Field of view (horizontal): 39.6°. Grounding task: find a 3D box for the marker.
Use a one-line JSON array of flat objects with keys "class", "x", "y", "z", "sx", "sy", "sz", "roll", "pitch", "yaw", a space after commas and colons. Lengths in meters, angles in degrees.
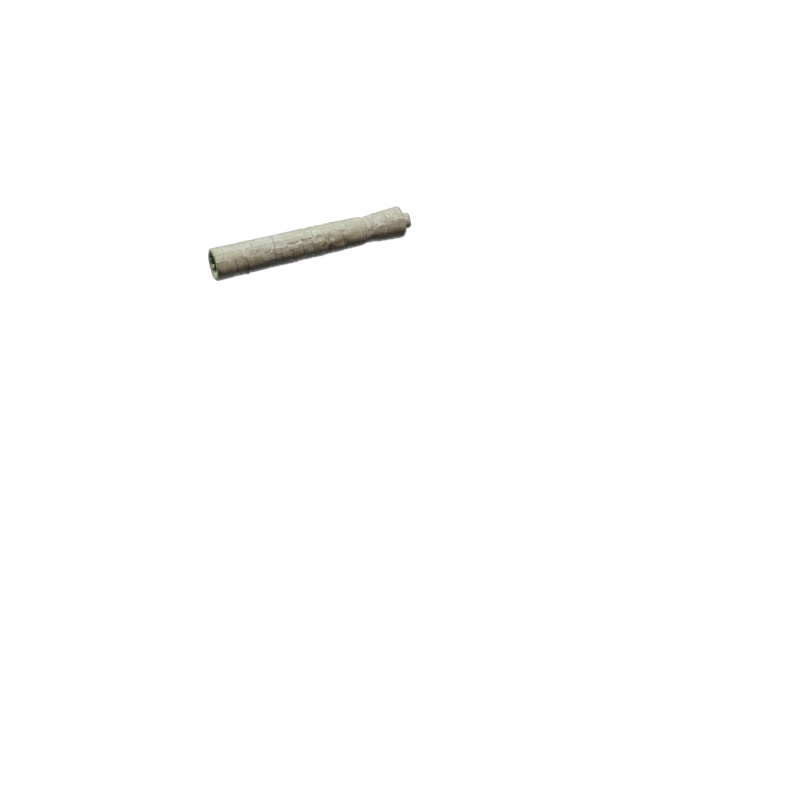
[{"class": "marker", "x": -0.050, "y": -0.091, "z": 0.635, "sx": 0.119, "sy": 0.019, "sz": 0.020, "roll": -16, "pitch": 9, "yaw": -18}]
